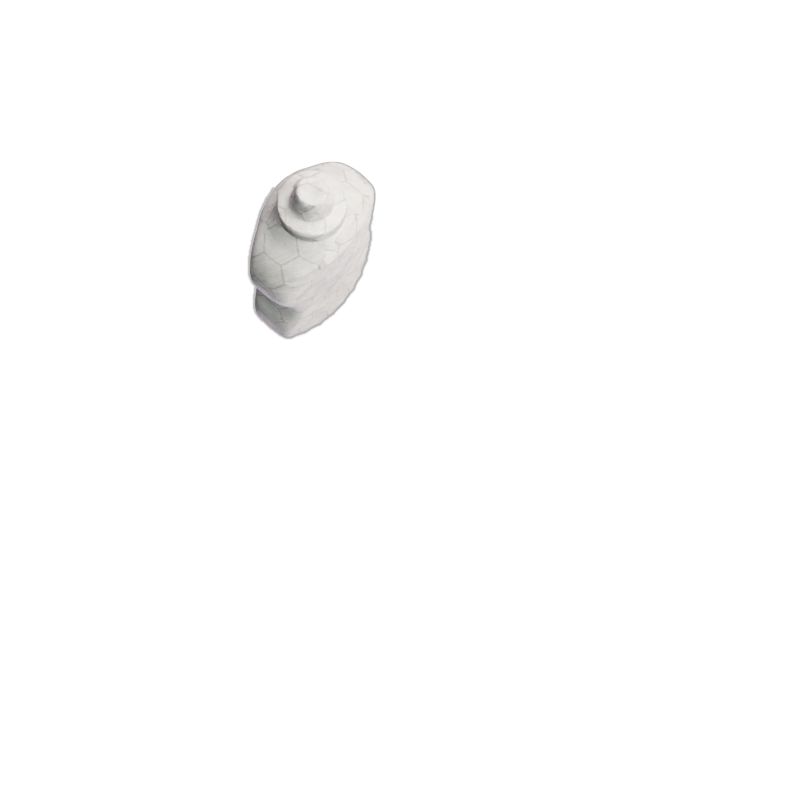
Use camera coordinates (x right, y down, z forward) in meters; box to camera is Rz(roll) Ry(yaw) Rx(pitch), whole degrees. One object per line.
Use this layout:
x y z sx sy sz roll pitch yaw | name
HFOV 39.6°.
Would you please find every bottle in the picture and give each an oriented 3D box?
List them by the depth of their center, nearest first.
-0.056 -0.101 0.707 0.059 0.097 0.186 41 -10 3 | bottle
